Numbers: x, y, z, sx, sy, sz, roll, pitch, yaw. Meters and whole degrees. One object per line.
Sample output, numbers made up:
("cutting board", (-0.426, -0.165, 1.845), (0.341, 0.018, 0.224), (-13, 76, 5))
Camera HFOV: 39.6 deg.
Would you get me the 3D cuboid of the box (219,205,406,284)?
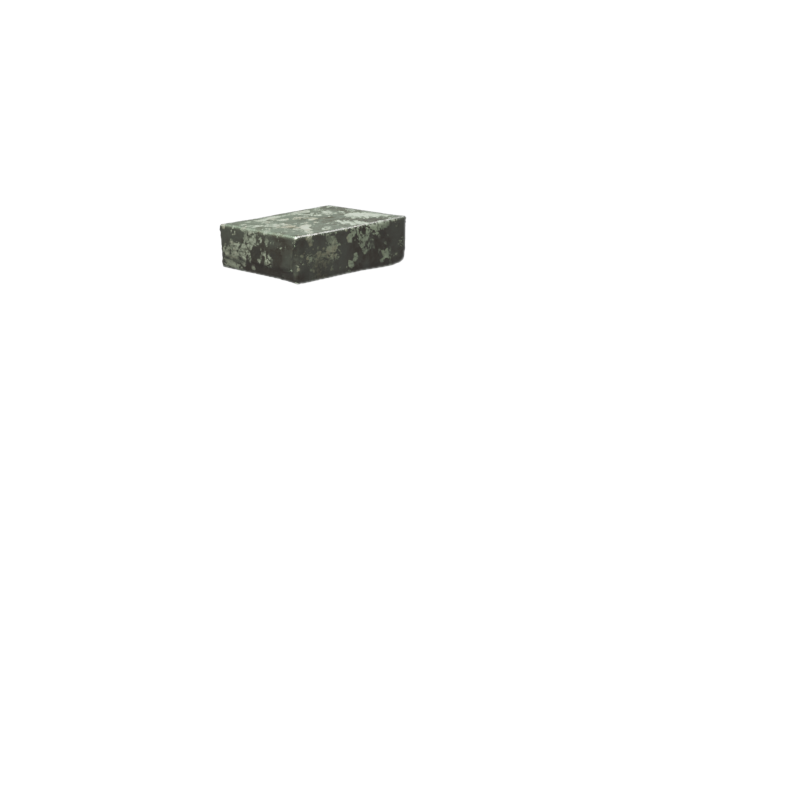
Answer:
("box", (-0.065, -0.119, 0.834), (0.111, 0.038, 0.095), (-15, 23, -41))
